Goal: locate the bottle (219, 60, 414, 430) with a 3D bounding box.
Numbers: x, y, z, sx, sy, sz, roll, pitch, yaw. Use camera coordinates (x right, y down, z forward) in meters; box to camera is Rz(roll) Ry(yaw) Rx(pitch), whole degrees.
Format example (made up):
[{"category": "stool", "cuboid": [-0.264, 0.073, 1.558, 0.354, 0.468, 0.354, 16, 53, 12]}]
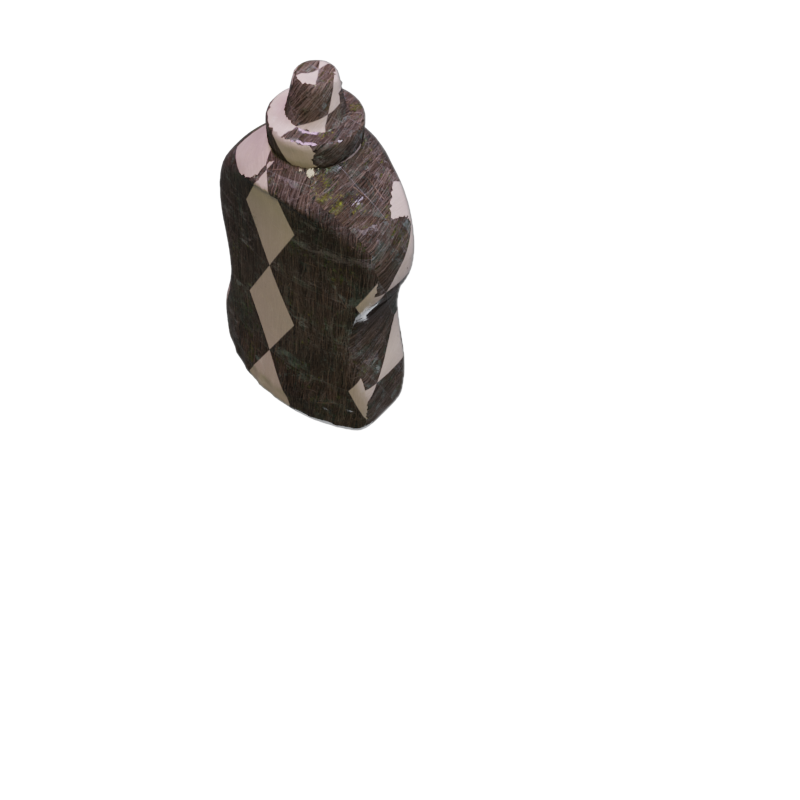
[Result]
[{"category": "bottle", "cuboid": [-0.039, -0.072, 0.503, 0.102, 0.179, 0.059, 37, 58, 24]}]
